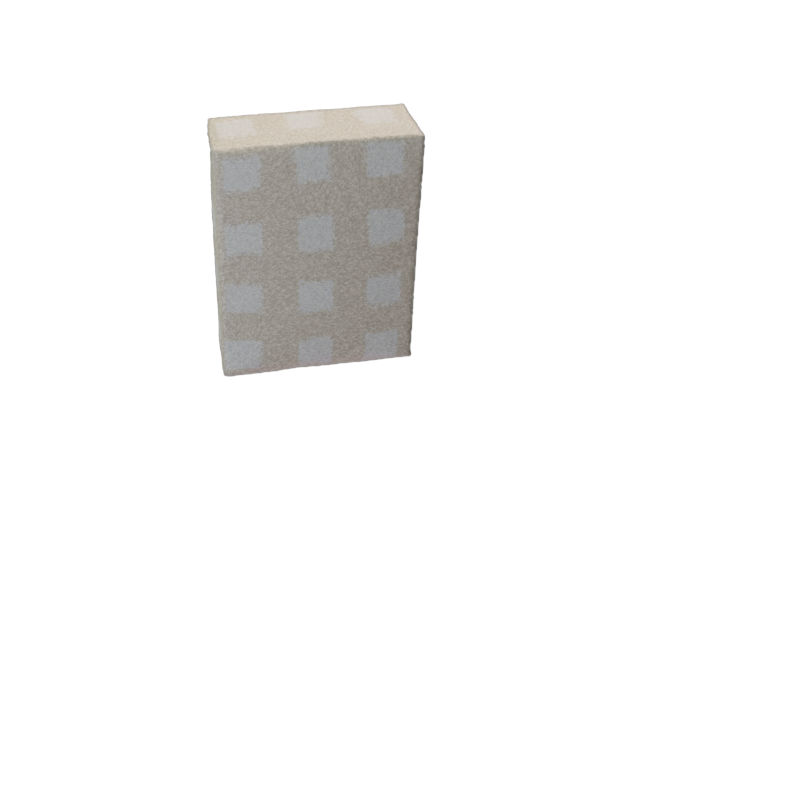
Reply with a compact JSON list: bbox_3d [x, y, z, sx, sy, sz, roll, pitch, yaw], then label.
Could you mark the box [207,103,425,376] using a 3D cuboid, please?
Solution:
[{"bbox_3d":[-0.071,-0.130,0.909,0.162,0.200,0.077,-5,34,-10],"label":"box"}]
